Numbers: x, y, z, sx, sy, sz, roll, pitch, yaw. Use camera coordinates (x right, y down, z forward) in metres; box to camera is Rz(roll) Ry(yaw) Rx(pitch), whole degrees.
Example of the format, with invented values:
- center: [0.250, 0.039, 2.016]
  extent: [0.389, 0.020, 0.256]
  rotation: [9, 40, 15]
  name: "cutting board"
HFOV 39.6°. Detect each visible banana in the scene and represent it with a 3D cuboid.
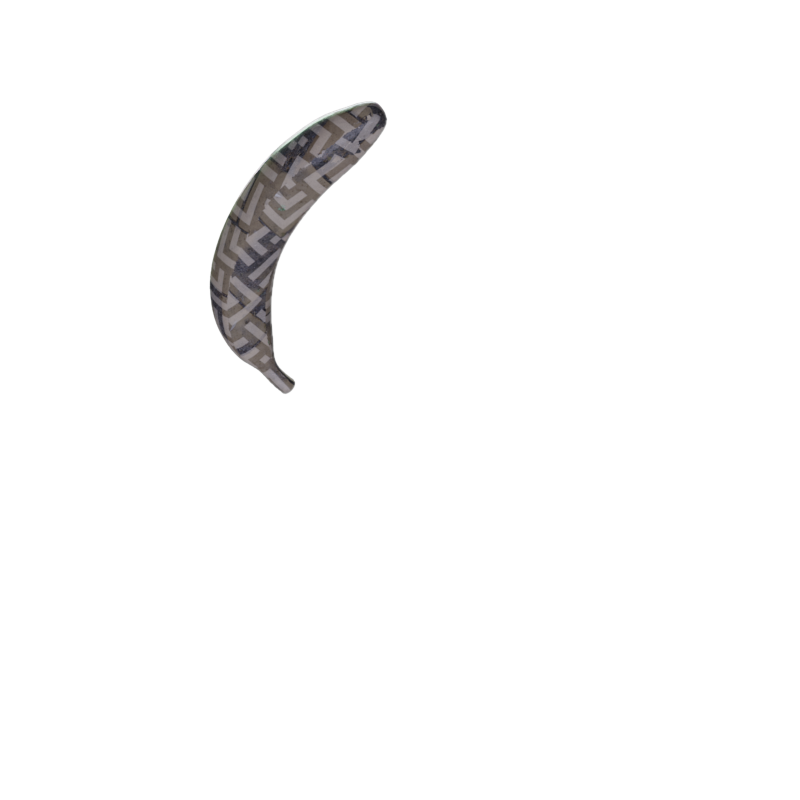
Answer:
- center: [-0.069, -0.093, 0.641]
  extent: [0.068, 0.189, 0.039]
  rotation: [15, 33, -11]
  name: "banana"
